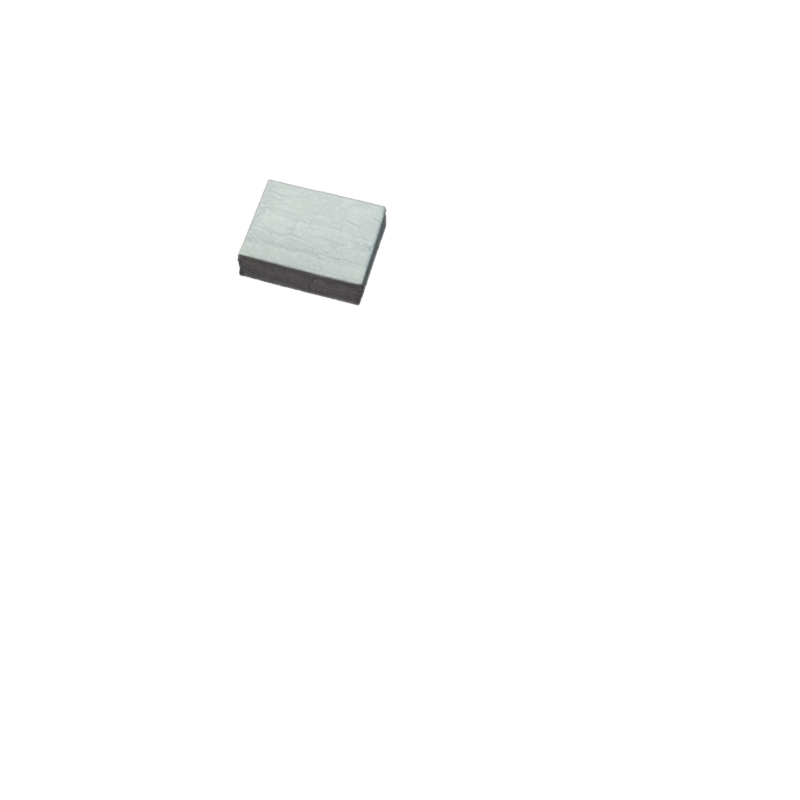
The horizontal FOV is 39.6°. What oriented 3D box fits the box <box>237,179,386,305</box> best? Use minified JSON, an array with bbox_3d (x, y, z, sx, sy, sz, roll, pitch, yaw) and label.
[{"bbox_3d":[-0.076,-0.140,0.977,0.115,0.095,0.036,12,-35,8],"label":"box"}]
